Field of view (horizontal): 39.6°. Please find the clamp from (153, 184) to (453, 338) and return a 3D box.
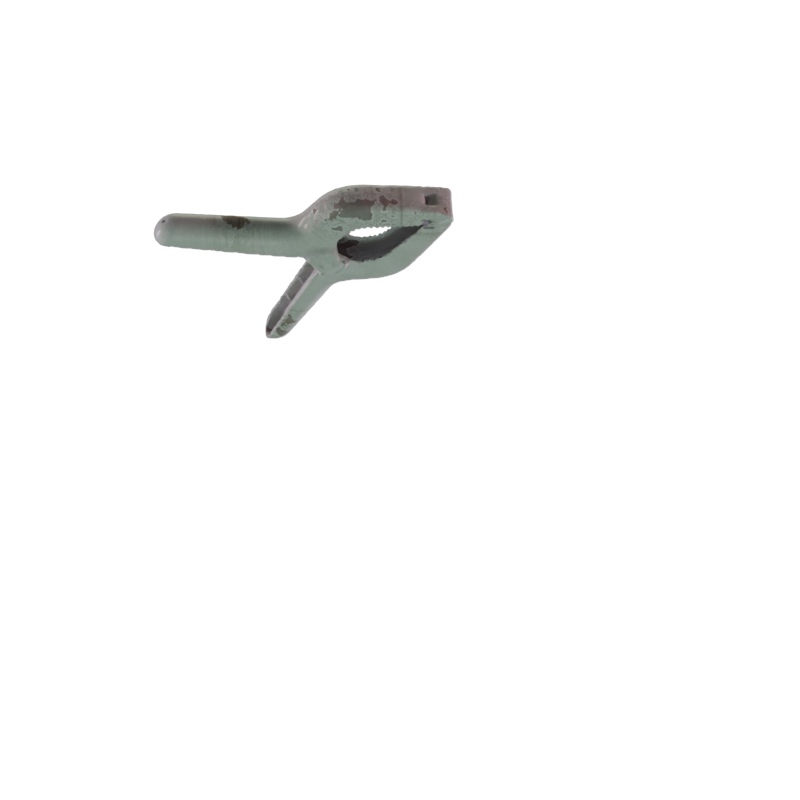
[{"bbox_3d":[-0.064,-0.116,0.814,0.212,0.039,0.153,-19,-35,30],"label":"clamp"}]
